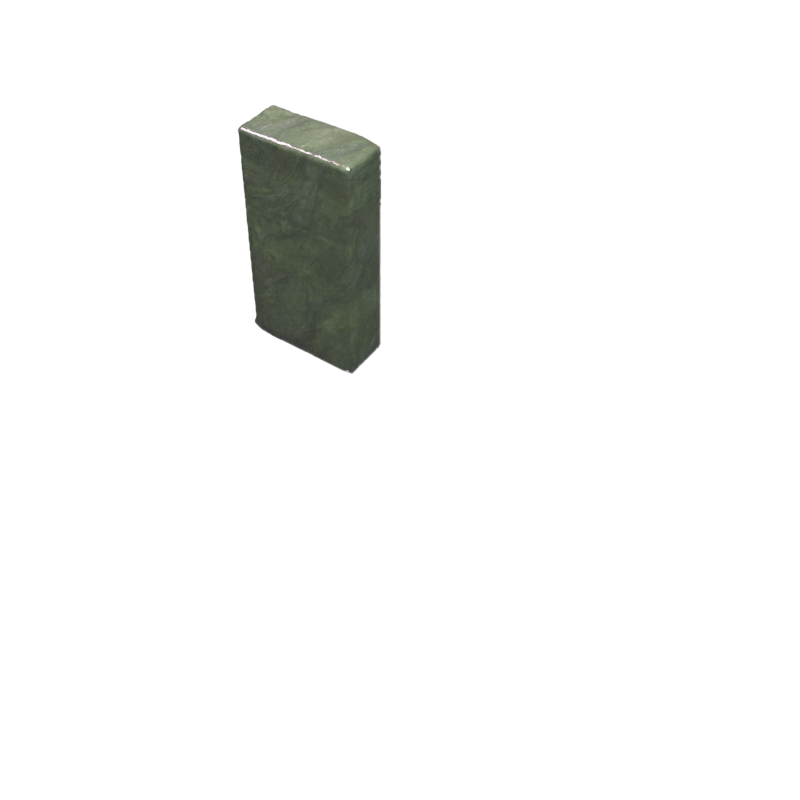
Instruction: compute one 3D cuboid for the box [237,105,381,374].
[{"bbox_3d":[-0.060,-0.110,0.772,0.098,0.165,0.049,26,44,26],"label":"box"}]
